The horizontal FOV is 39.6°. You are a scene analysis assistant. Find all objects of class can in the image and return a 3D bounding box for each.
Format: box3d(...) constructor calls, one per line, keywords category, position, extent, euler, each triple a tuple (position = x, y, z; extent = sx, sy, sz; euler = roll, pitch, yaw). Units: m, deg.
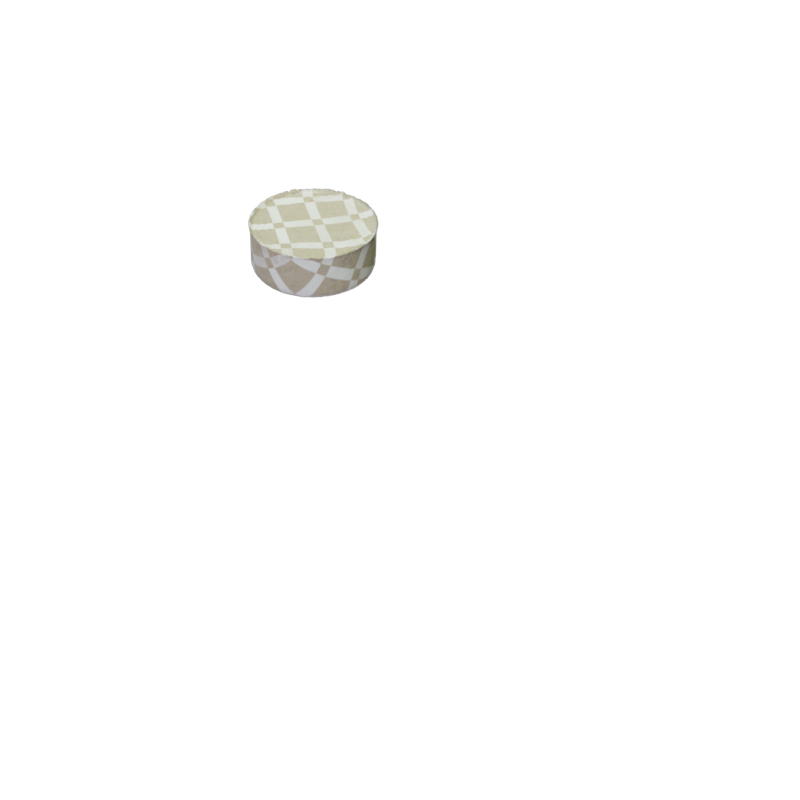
box3d(category="can", position=(-0.058, -0.106, 0.740), extent=(0.086, 0.031, 0.092), euler=(-1, 39, -2))
